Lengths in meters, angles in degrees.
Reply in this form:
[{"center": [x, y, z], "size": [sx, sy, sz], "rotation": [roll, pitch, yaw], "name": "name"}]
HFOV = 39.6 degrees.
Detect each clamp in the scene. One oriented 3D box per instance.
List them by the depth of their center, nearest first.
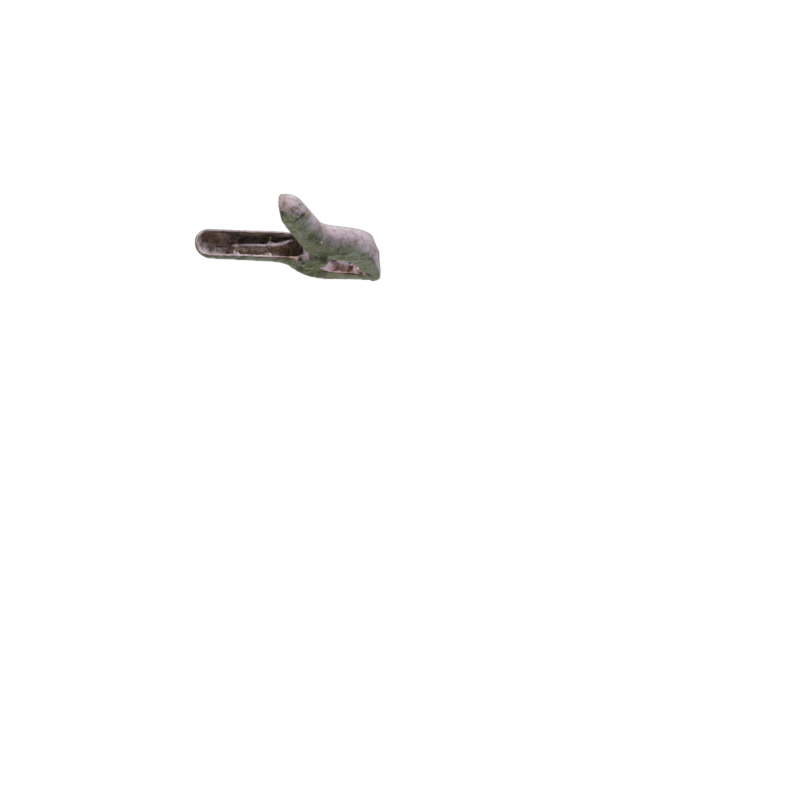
[{"center": [-0.073, -0.134, 0.938], "size": [0.164, 0.040, 0.122], "rotation": [5, -9, -36], "name": "clamp"}]
